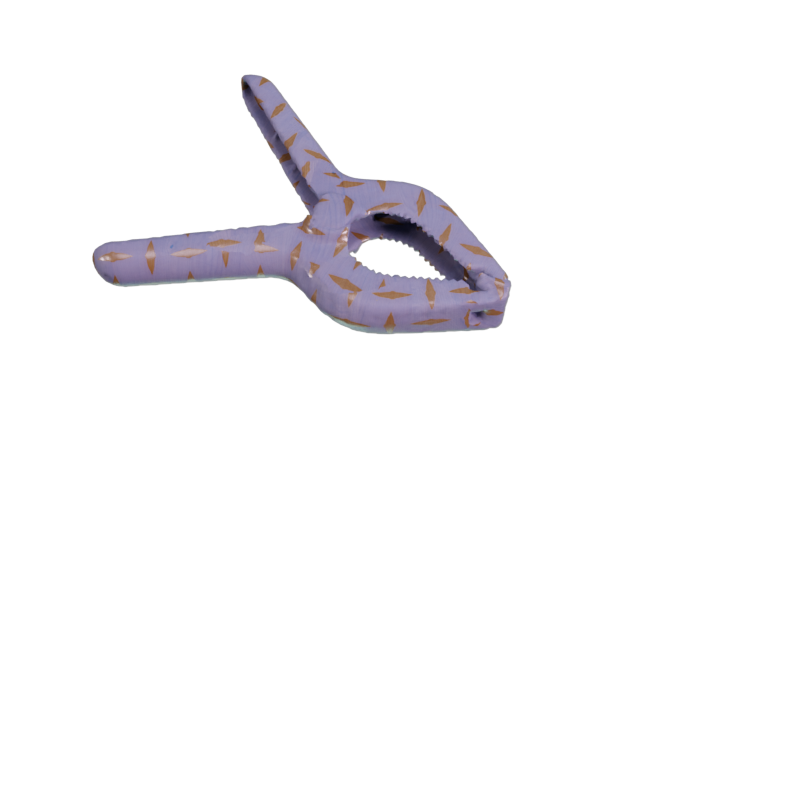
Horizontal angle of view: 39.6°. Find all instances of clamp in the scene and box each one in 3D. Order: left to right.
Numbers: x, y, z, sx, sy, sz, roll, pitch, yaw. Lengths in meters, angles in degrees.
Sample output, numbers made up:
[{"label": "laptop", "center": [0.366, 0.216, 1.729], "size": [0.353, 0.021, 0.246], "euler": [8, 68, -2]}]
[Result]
[{"label": "clamp", "center": [-0.046, -0.084, 0.591], "size": [0.219, 0.169, 0.034], "euler": [29, -30, 19]}]
